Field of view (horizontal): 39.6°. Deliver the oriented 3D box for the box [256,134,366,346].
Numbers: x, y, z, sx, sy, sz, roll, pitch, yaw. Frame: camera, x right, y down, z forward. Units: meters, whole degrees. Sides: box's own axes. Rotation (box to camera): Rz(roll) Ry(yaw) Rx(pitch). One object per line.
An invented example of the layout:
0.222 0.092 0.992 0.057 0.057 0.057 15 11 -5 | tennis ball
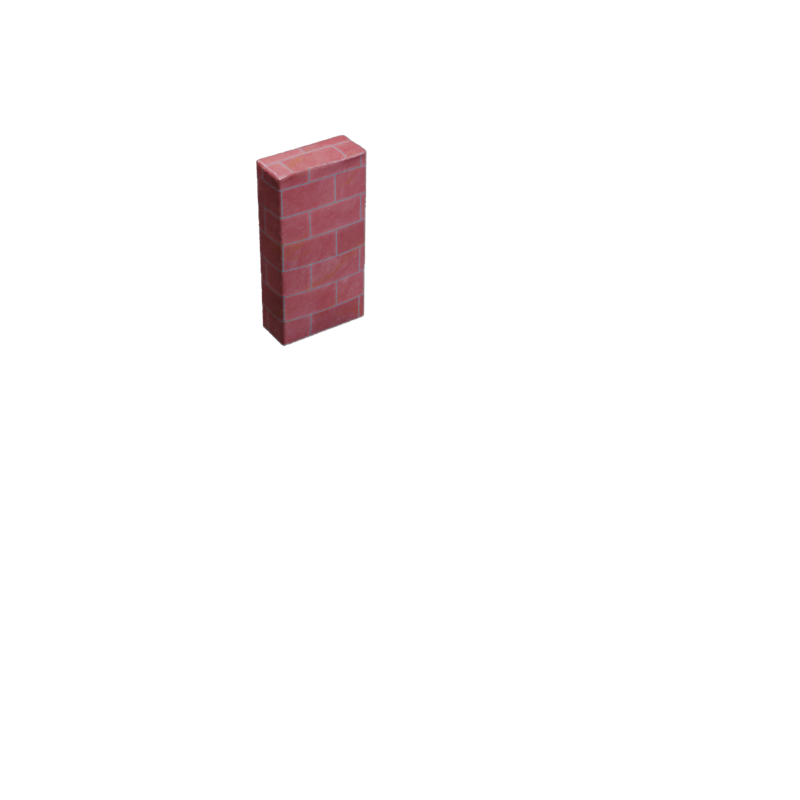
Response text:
-0.078 -0.142 0.995 0.092 0.165 0.052 -21 43 -28 | box
